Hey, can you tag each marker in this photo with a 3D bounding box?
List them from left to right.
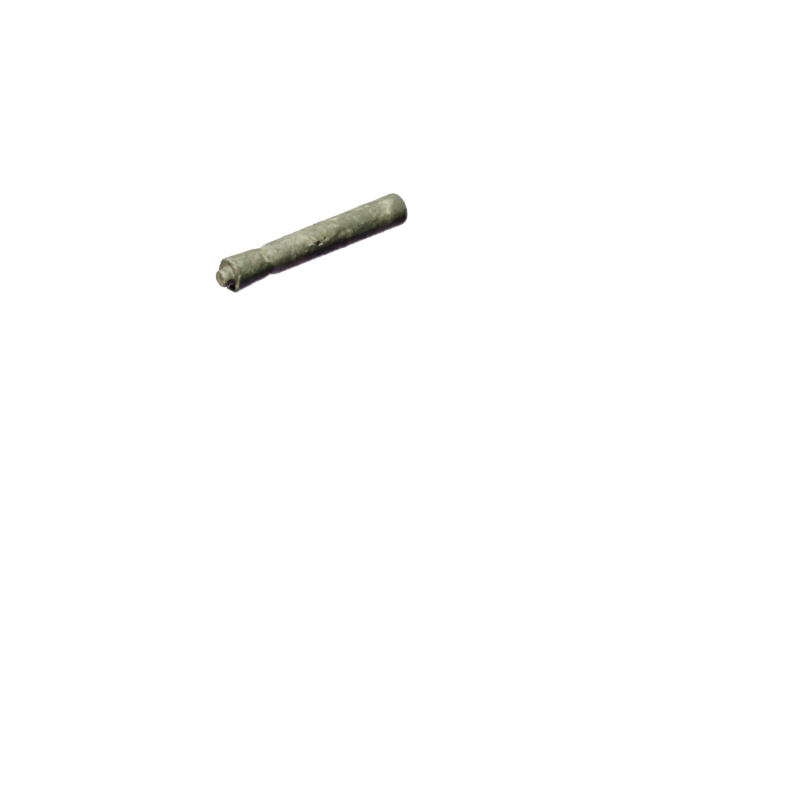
[{"bbox_3d":[-0.047,-0.085,0.596,0.120,0.019,0.021,-27,19,-32],"label":"marker"}]
